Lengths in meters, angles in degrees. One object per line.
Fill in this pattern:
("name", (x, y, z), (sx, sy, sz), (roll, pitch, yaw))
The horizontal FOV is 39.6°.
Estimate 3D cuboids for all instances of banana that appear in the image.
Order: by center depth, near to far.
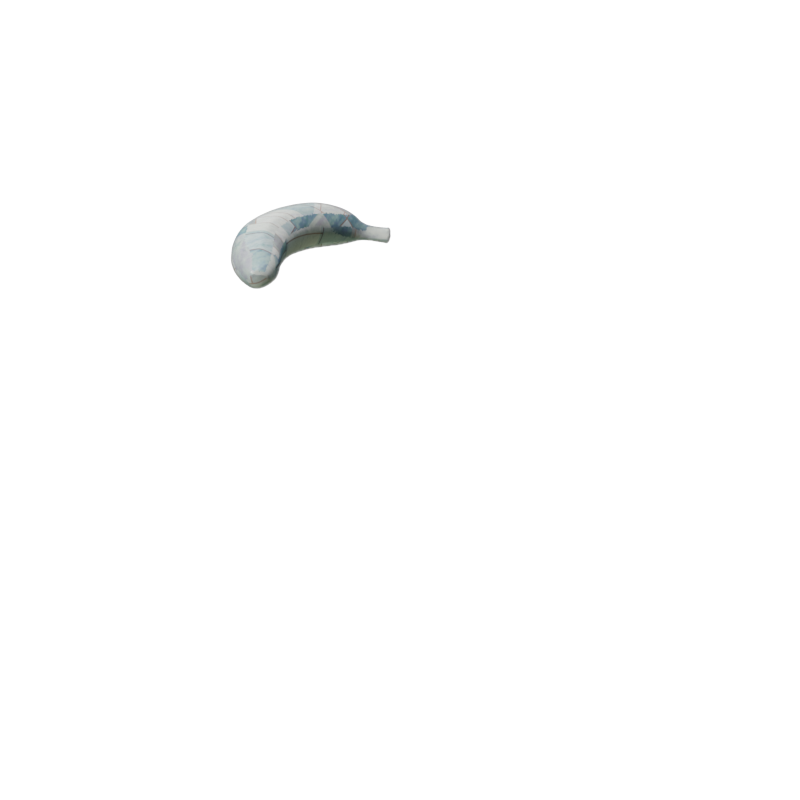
("banana", (-0.077, -0.118, 0.808), (0.072, 0.035, 0.197), (9, 22, 24))
